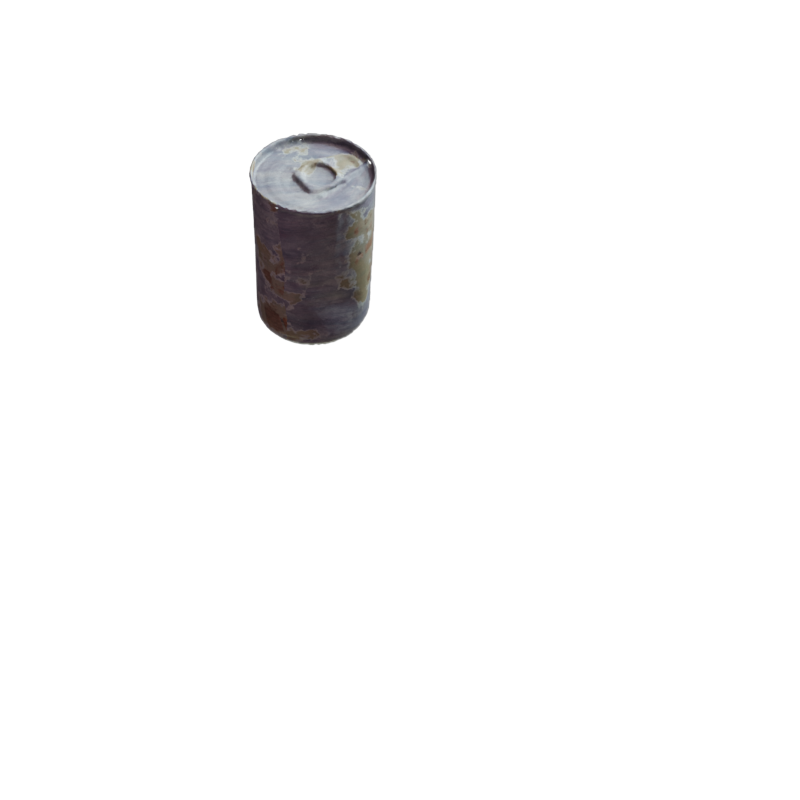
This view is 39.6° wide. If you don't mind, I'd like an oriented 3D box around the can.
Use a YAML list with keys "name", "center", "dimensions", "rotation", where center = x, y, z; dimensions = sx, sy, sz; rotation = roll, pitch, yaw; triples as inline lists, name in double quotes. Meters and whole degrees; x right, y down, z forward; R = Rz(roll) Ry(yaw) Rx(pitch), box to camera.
- name: "can"
  center: [-0.049, -0.089, 0.622]
  dimensions: [0.068, 0.074, 0.095]
  rotation: [0, -44, -3]
